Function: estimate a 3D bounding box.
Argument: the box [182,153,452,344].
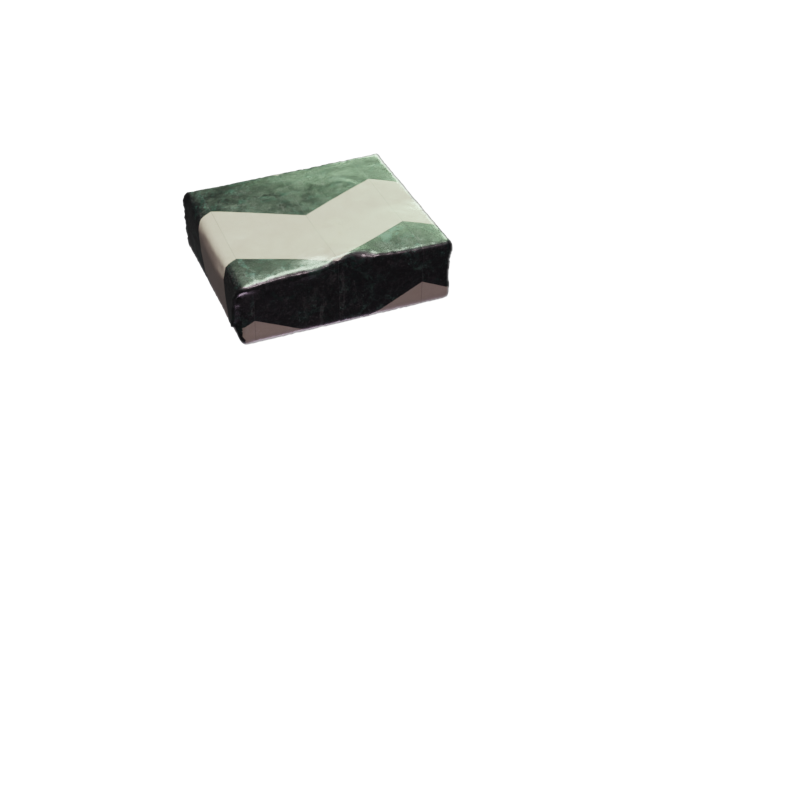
[{"bbox_3d":[-0.035,-0.063,0.444,0.088,0.028,0.079,-14,42,-17],"label":"box"}]
